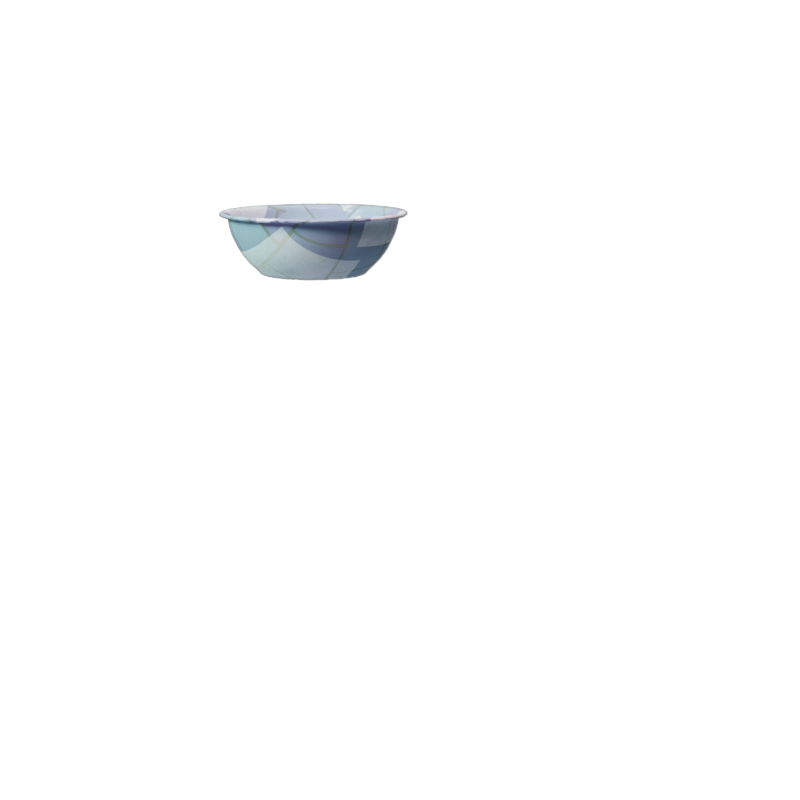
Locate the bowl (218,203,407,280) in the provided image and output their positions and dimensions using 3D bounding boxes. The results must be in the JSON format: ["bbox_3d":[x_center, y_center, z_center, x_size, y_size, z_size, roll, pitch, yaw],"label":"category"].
[{"bbox_3d":[-0.075,-0.136,0.953,0.162,0.054,0.166,0,13,-2],"label":"bowl"}]
